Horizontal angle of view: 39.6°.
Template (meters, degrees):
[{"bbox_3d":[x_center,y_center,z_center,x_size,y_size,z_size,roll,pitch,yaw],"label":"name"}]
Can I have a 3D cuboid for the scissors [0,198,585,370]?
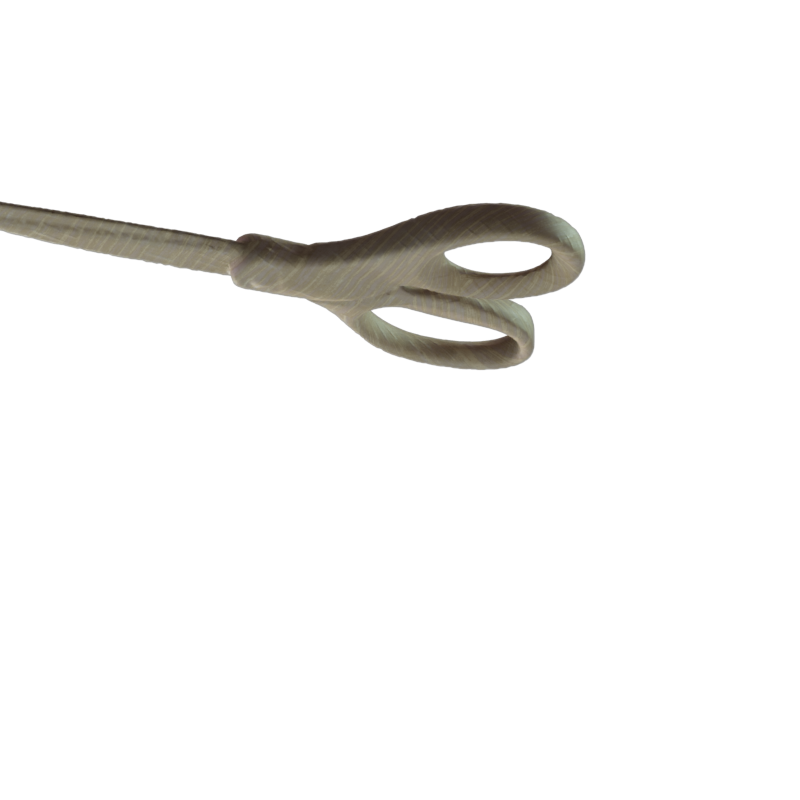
[{"bbox_3d":[-0.027,-0.050,0.351,0.192,0.017,0.095,18,-34,-29],"label":"scissors"}]
